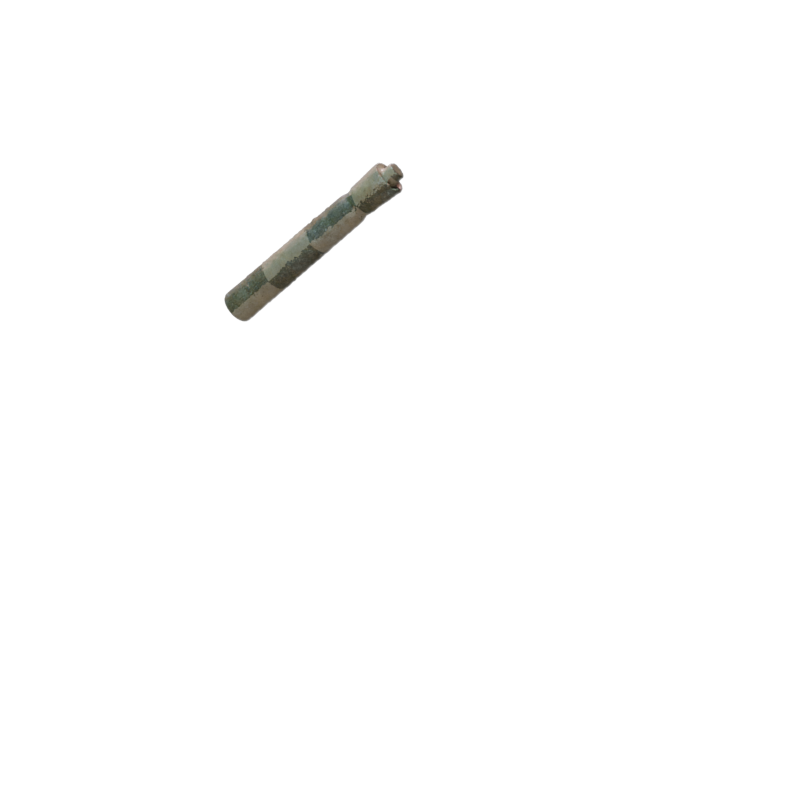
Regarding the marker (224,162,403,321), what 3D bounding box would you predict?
[{"bbox_3d":[-0.045,-0.081,0.570,0.120,0.021,0.019,-36,-15,26],"label":"marker"}]
